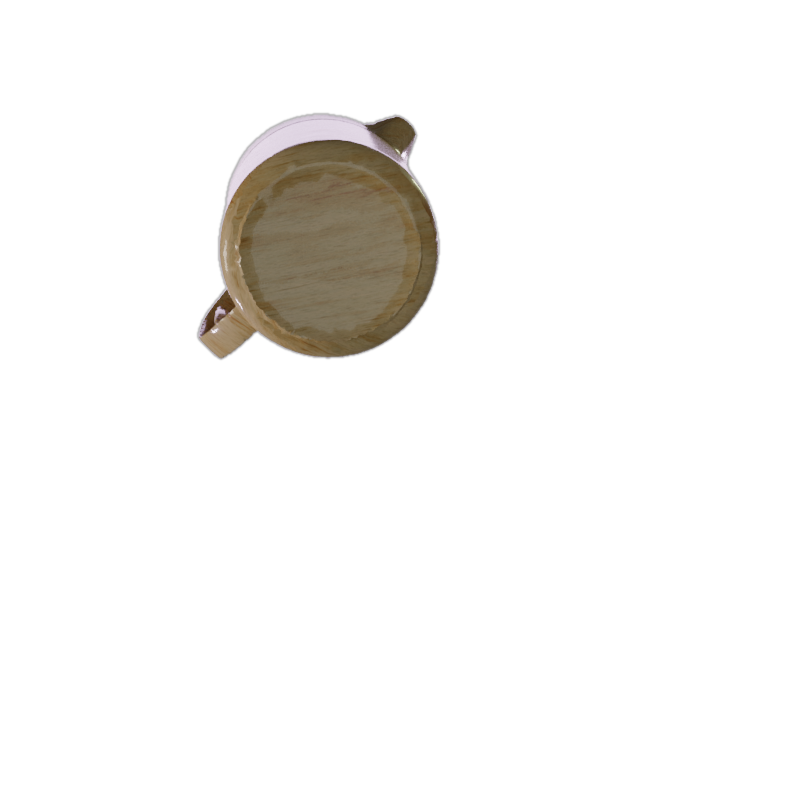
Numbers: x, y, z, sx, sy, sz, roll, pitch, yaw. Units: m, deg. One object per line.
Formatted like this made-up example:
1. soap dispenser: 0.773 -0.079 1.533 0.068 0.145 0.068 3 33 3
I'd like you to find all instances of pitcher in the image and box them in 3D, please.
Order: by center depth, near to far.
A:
1. pitcher: -0.051 -0.093 0.651 0.144 0.146 0.249 0 12 -3
